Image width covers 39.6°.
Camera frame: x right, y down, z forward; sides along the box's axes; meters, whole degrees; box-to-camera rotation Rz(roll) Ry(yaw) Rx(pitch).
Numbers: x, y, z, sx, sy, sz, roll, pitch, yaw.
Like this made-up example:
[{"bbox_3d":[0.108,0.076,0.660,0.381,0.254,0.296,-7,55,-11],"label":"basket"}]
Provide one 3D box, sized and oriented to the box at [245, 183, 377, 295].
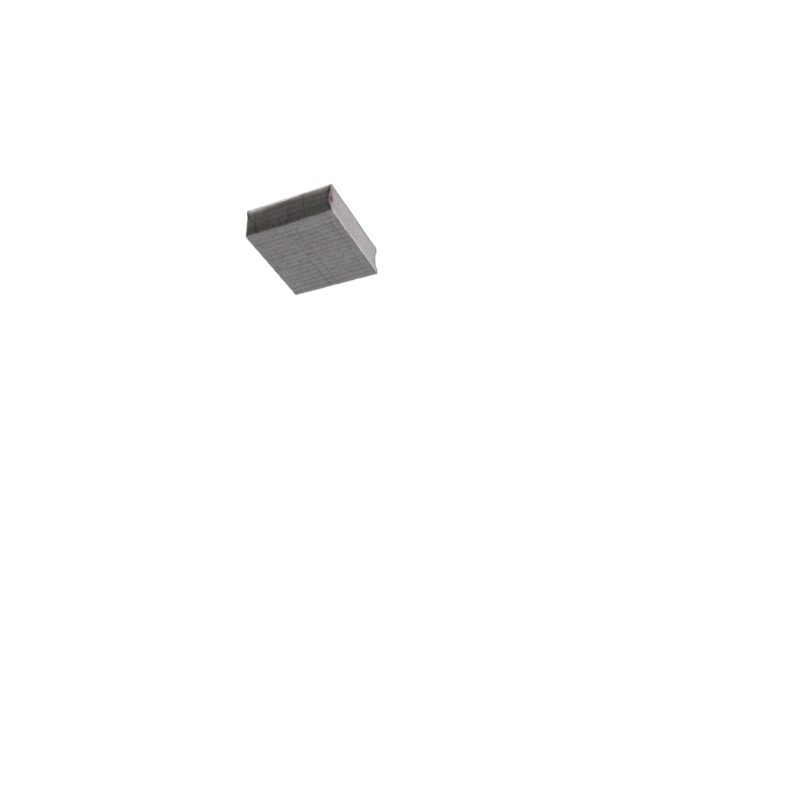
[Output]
[{"bbox_3d":[-0.067,-0.123,0.862,0.074,0.032,0.082,-14,-36,20],"label":"box"}]
